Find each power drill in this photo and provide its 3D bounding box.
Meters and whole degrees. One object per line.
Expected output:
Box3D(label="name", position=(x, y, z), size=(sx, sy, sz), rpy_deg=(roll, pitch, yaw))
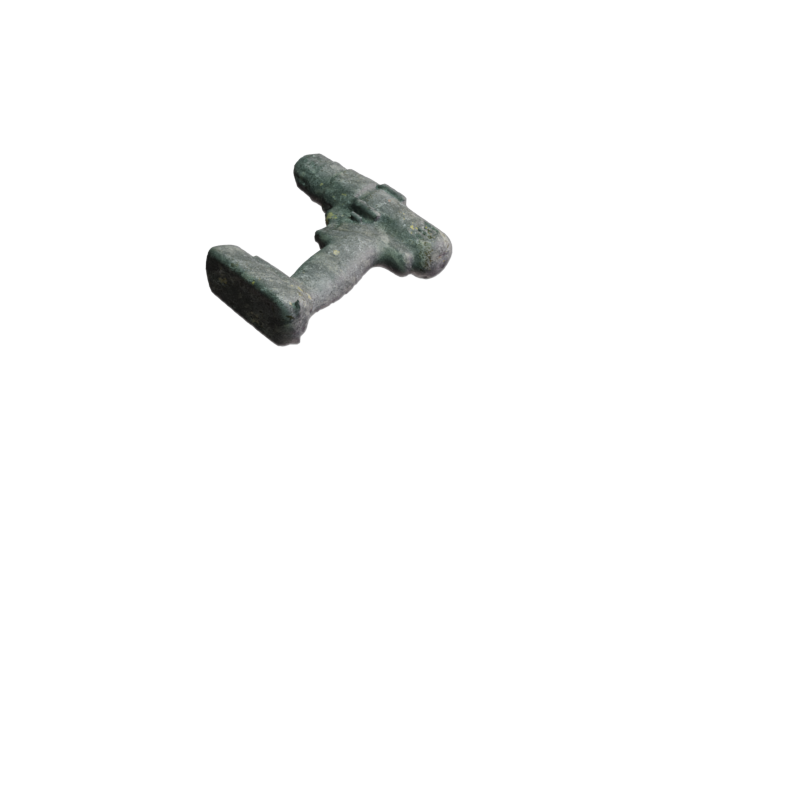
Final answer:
Box3D(label="power drill", position=(-0.076, -0.139, 0.974), size=(0.189, 0.053, 0.197), rpy_deg=(-35, 55, -30))
